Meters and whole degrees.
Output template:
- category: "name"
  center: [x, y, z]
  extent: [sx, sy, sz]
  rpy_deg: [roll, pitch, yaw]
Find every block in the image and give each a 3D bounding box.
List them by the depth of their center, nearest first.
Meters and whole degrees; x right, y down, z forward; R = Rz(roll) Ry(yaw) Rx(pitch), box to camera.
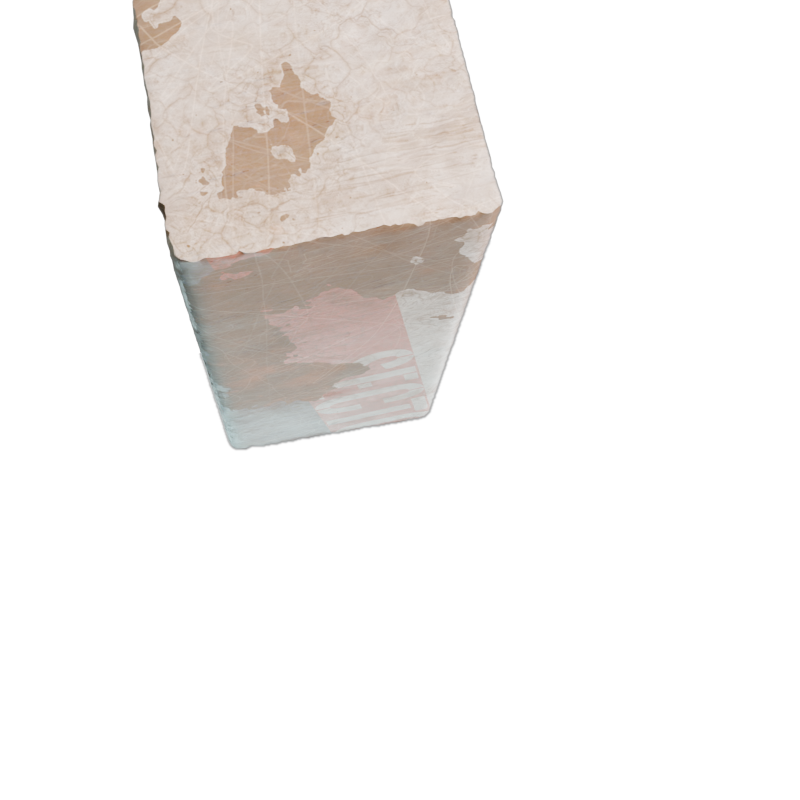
- category: "block"
  center: [-0.031, -0.056, 0.393]
  extent: [0.090, 0.095, 0.197]
  rpy_deg: [-10, -16, -7]
